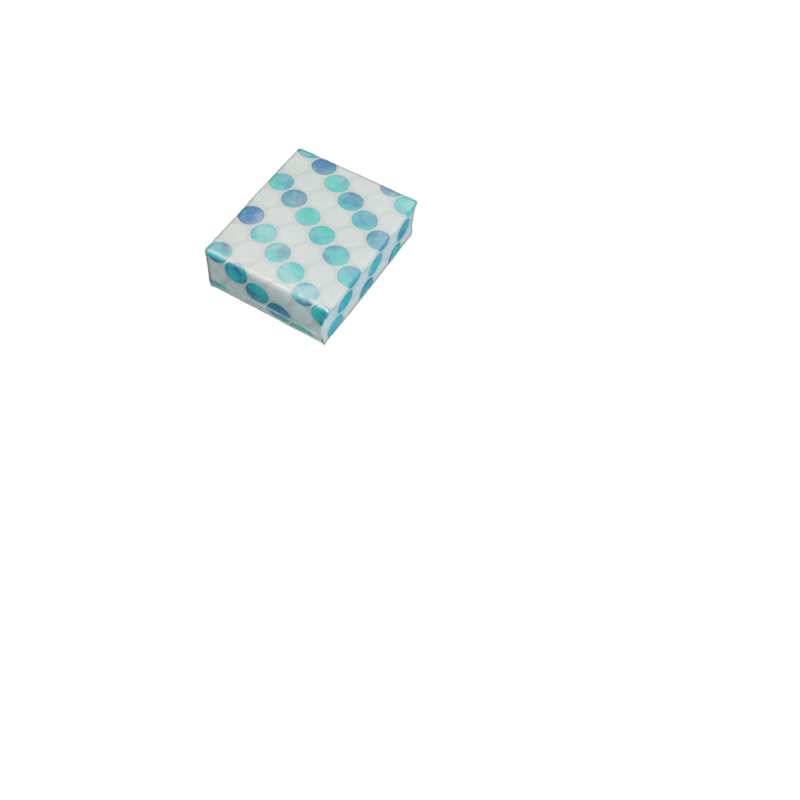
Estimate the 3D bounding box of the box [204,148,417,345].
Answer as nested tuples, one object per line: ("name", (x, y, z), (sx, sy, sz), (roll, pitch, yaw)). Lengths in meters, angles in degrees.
("box", (-0.055, -0.100, 0.701), (0.093, 0.117, 0.036), (25, -34, 17))
